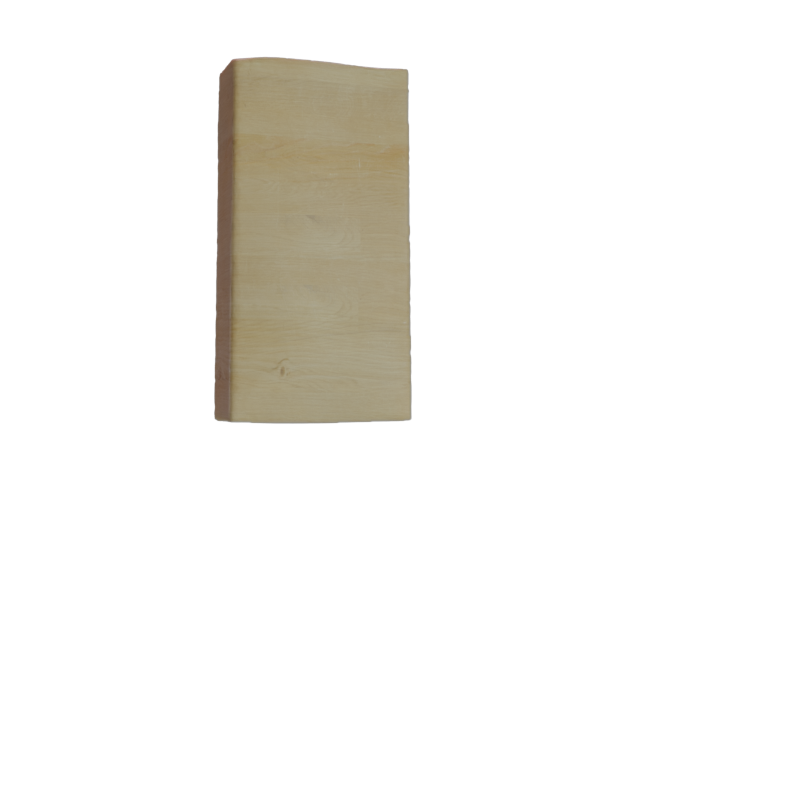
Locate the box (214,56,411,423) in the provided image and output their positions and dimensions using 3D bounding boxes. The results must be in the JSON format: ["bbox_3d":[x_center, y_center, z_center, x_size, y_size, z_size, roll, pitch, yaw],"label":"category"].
[{"bbox_3d":[-0.043,-0.078,0.550,0.091,0.178,0.049,1,-5,-17],"label":"box"}]
